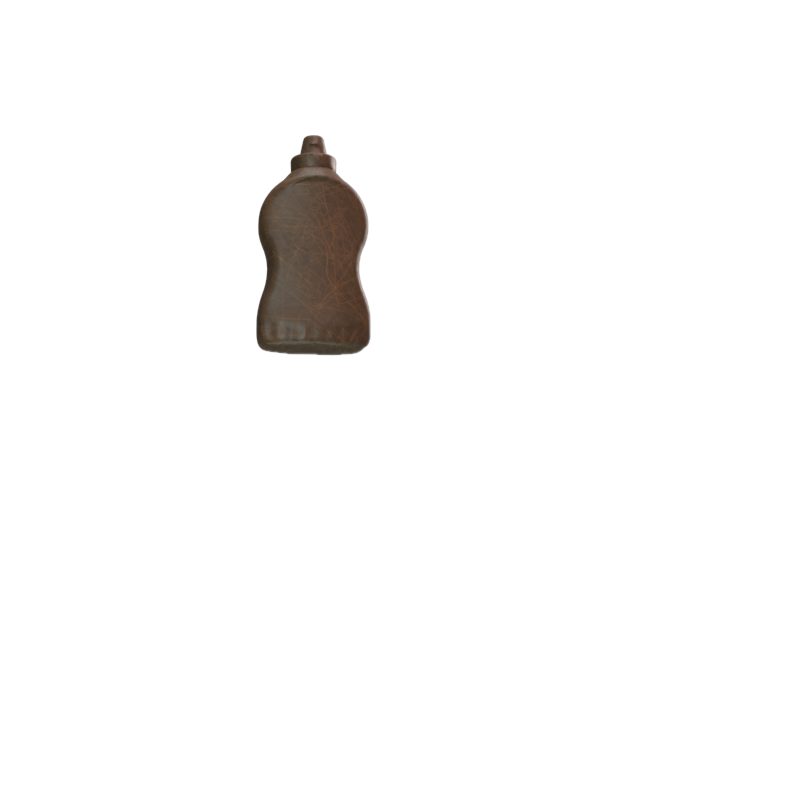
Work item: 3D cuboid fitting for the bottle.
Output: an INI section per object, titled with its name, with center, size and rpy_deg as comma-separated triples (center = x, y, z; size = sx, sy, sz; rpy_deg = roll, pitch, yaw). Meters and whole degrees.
[bottle]
center = -0.075, -0.138, 0.964
size = 0.095, 0.199, 0.057
rpy_deg = 1, -15, -9
